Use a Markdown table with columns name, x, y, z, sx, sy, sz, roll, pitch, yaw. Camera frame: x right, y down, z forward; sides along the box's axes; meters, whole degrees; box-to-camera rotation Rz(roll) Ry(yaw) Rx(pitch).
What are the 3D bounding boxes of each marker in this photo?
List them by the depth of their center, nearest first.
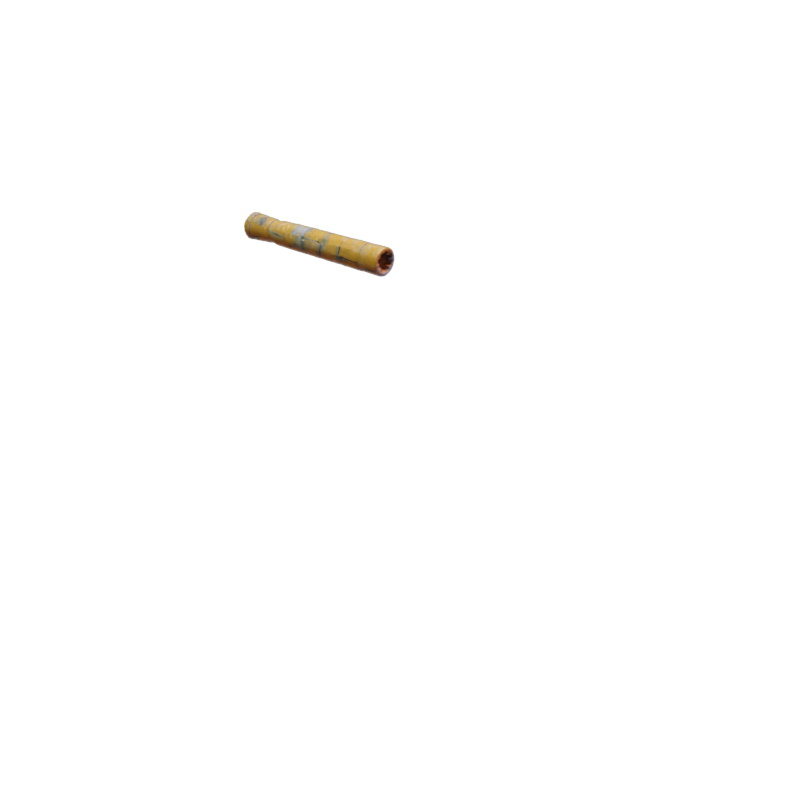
| name | x | y | z | sx | sy | sz | roll | pitch | yaw |
| --- | --- | --- | --- | --- | --- | --- | --- | --- | --- |
| marker | -0.056 | -0.103 | 0.718 | 0.128 | 0.019 | 0.019 | 21 | 16 | 38 |
